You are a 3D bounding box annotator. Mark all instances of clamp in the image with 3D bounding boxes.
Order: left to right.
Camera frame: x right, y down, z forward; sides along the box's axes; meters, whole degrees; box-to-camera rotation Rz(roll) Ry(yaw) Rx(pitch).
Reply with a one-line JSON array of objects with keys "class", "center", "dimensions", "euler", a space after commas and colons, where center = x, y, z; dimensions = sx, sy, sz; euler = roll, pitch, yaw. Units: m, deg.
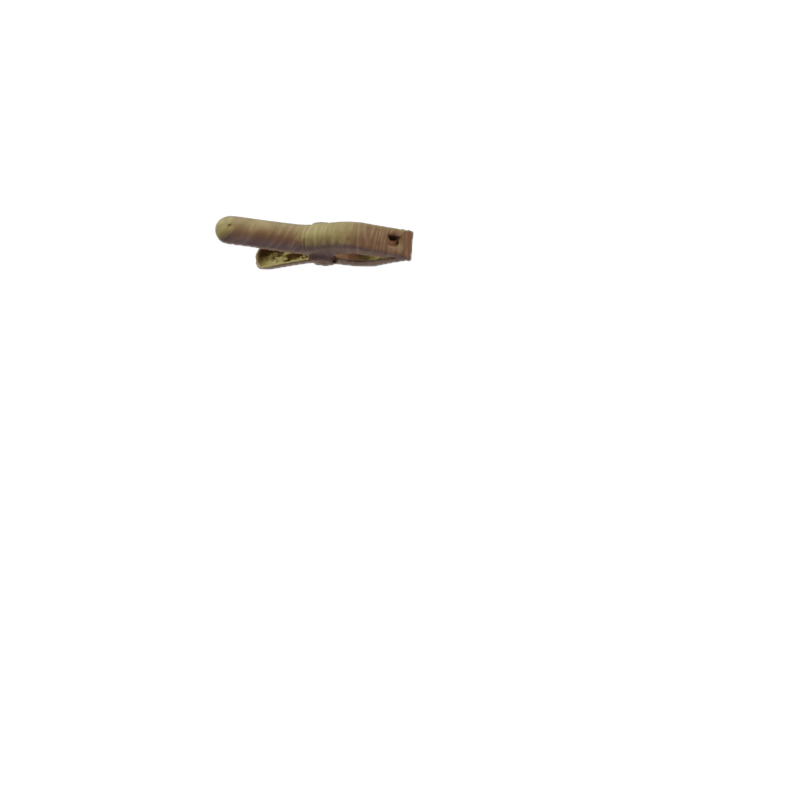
[{"class": "clamp", "center": [-0.078, -0.142, 0.991], "dimensions": [0.176, 0.040, 0.115], "euler": [-1, -3, 24]}]
